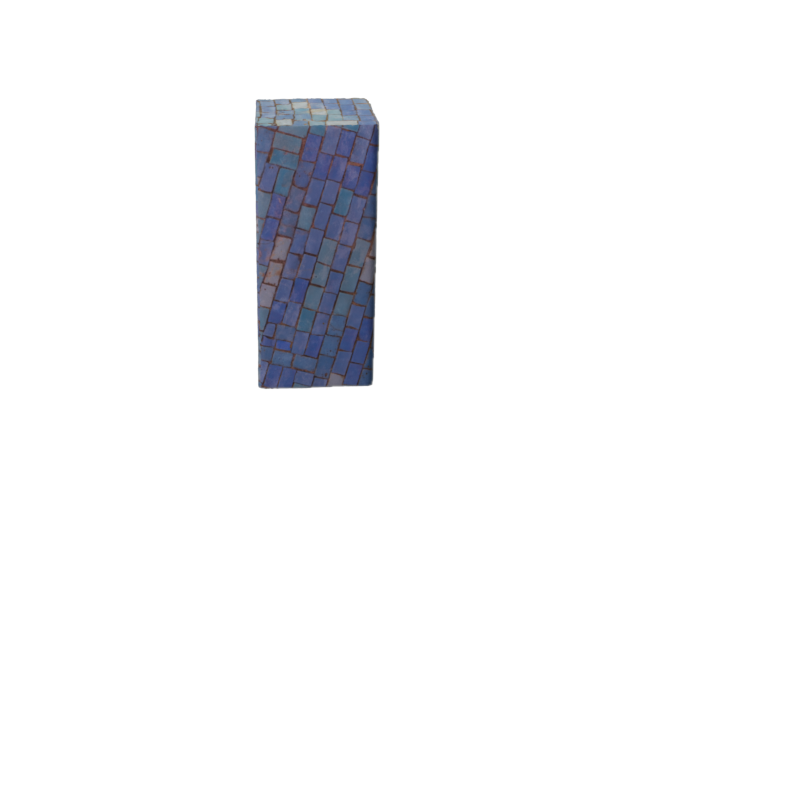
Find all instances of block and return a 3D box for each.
[{"bbox_3d":[-0.066,-0.122,0.853,0.090,0.197,0.095,-1,21,-5],"label":"block"}]
